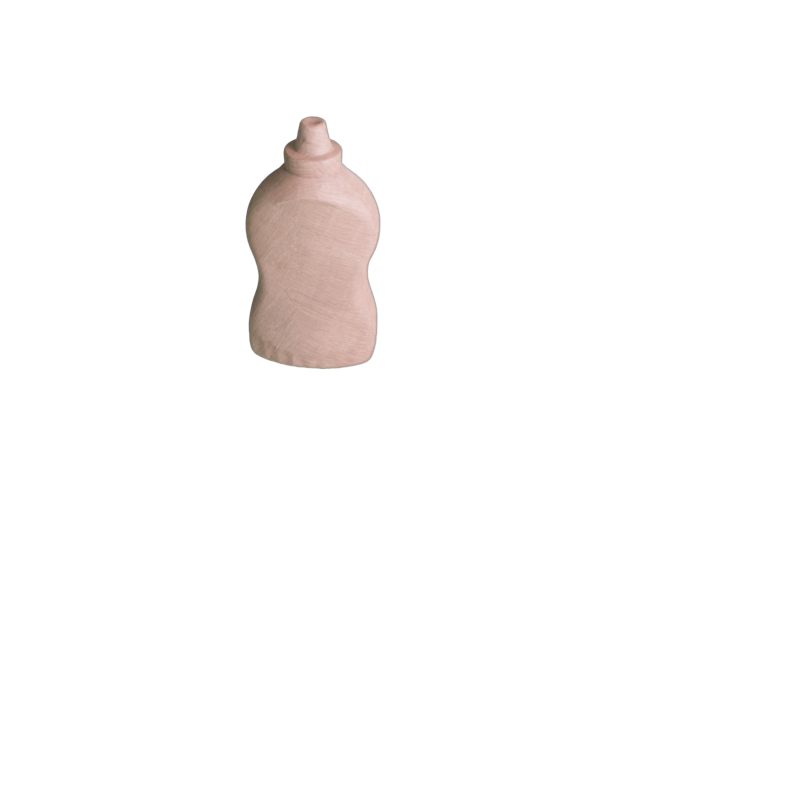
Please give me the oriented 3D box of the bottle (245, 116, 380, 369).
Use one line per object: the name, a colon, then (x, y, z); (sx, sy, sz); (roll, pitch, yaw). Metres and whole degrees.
bottle: (-0.063, -0.114, 0.802); (0.097, 0.180, 0.061); (6, 33, 6)
